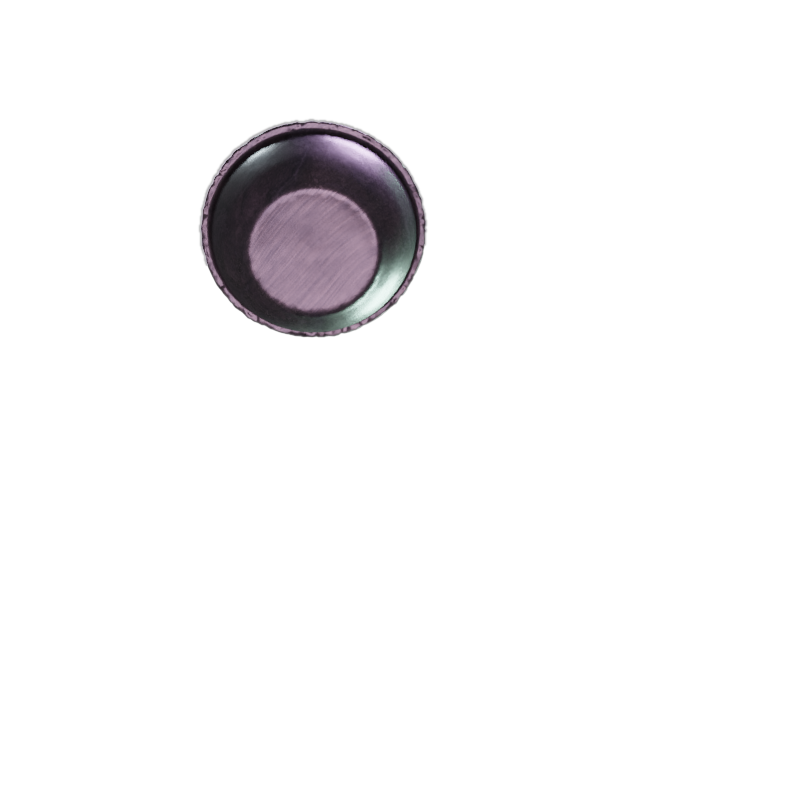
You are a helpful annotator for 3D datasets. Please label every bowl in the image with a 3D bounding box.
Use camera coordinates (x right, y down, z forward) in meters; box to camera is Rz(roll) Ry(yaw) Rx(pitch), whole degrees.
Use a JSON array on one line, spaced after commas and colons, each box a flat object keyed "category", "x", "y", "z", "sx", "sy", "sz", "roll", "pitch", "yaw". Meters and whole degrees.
[{"category": "bowl", "x": -0.060, "y": -0.110, "z": 0.770, "sx": 0.162, "sy": 0.156, "sz": 0.057, "roll": 0, "pitch": 17, "yaw": -1}]
